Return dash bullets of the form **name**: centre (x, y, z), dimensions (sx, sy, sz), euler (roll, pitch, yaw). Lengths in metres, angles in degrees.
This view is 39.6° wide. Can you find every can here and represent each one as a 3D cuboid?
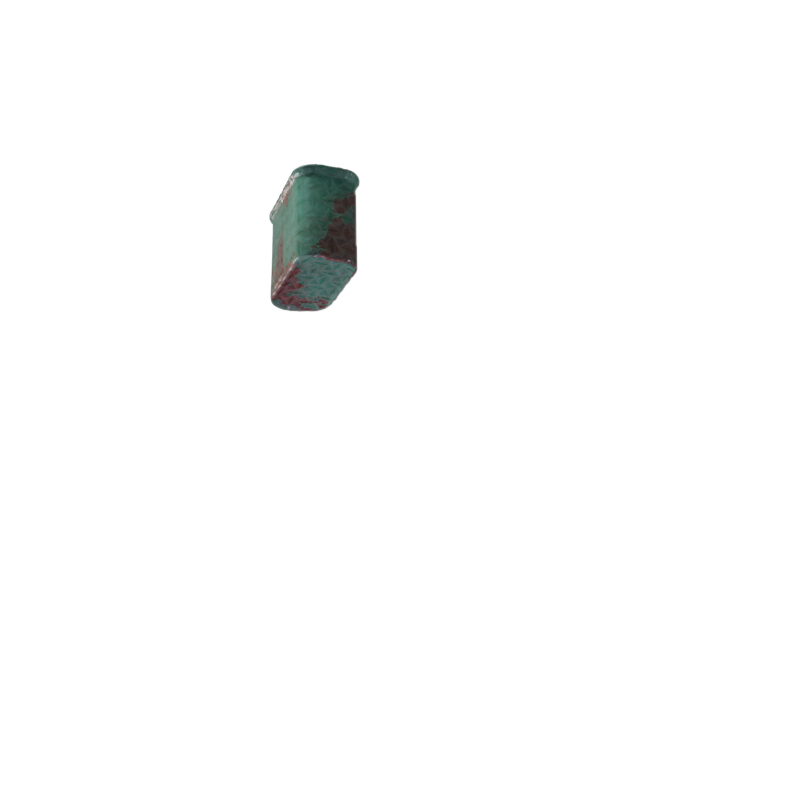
- **can**: centre (-0.071, -0.129, 0.905), dimensions (0.056, 0.089, 0.099), euler (8, -27, -19)
